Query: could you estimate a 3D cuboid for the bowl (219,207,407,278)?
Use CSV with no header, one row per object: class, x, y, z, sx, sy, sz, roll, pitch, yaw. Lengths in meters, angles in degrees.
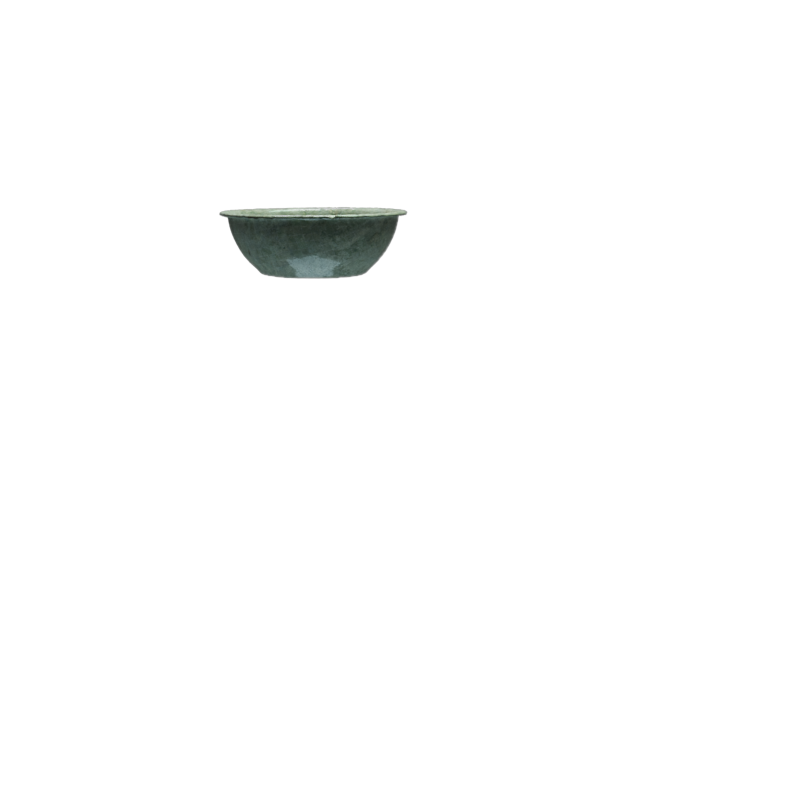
bowl,-0.075,-0.136,0.955,0.162,0.054,0.166,0,12,-2
